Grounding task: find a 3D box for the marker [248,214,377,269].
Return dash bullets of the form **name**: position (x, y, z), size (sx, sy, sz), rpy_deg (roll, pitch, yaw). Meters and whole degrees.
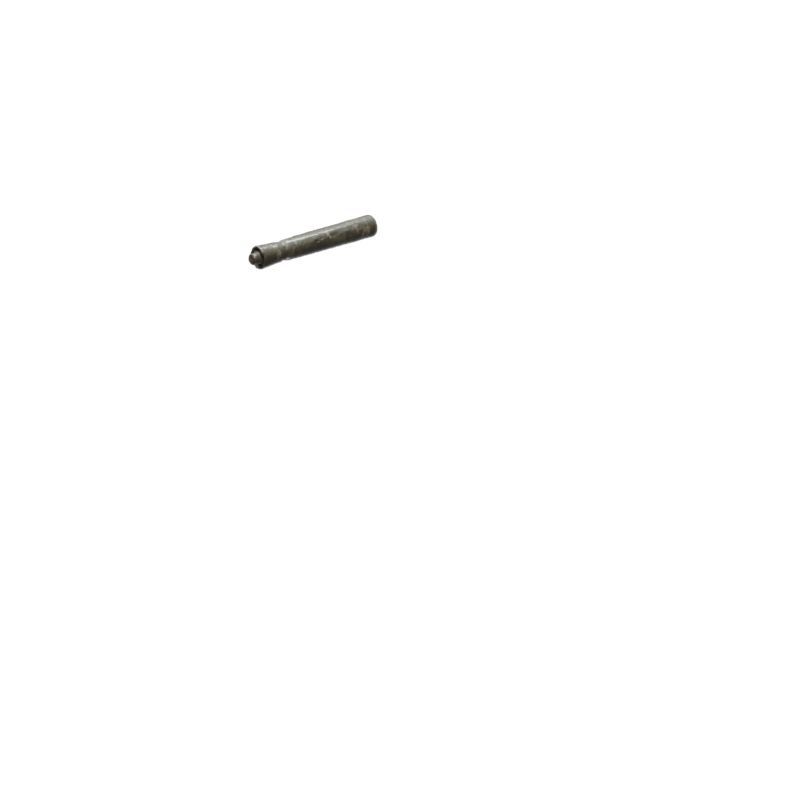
- **marker**: position (-0.069, -0.126, 0.882), size (0.119, 0.019, 0.021), rpy_deg (-22, 17, -36)
